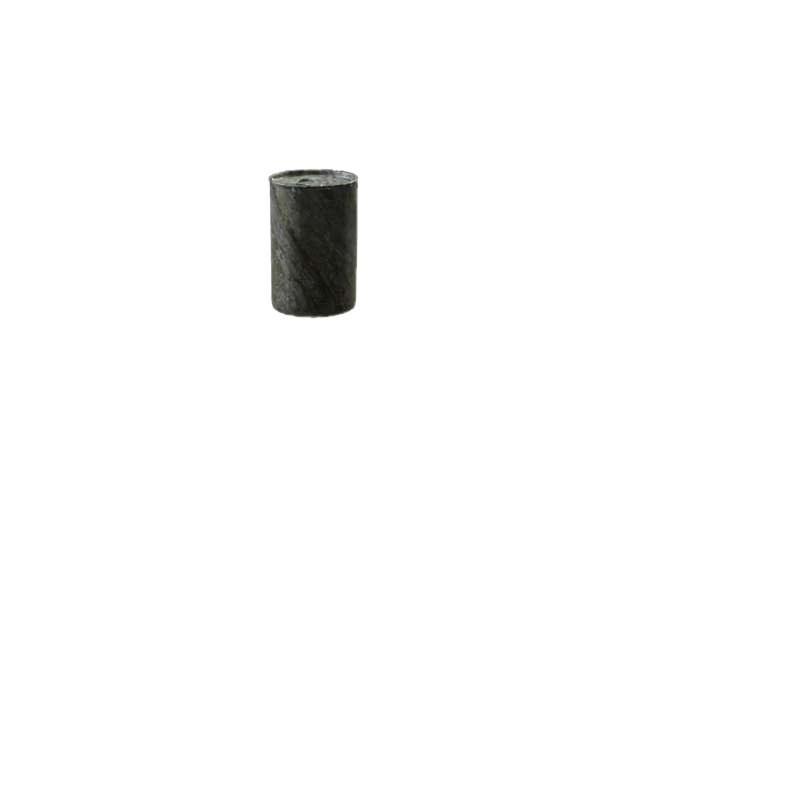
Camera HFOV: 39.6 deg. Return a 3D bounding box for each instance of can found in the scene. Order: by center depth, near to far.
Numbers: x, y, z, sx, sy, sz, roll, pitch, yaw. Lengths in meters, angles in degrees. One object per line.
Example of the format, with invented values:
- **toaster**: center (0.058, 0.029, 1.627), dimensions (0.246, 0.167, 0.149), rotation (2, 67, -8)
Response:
- **can**: center (-0.067, -0.121, 0.850), dimensions (0.068, 0.099, 0.071), rotation (0, 17, -2)
